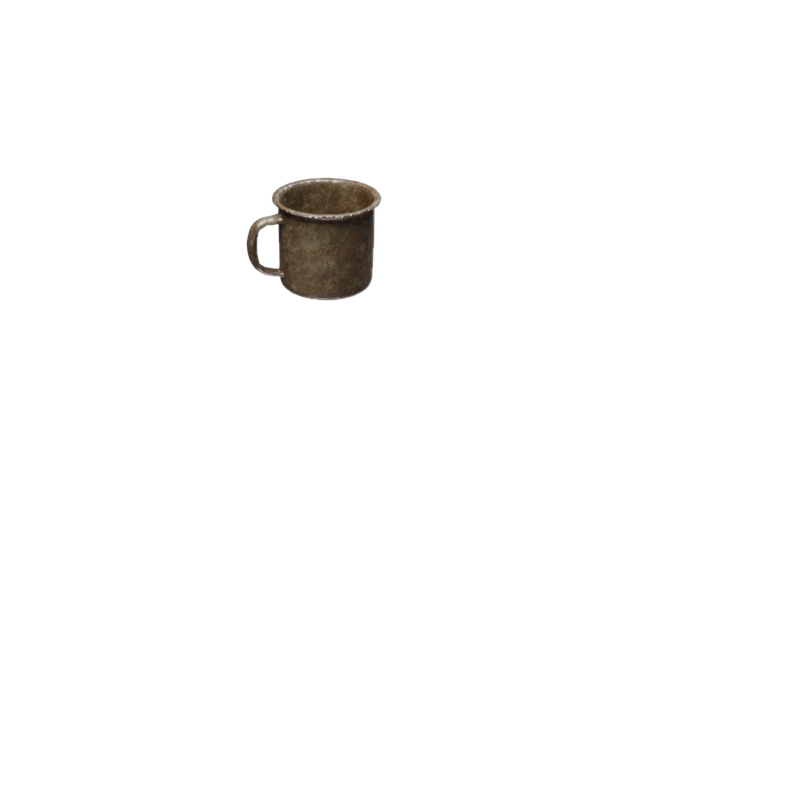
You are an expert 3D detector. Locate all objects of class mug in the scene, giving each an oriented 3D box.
[{"bbox_3d":[-0.075,-0.136,0.952,0.115,0.077,0.100,-11,30,-21],"label":"mug"}]
